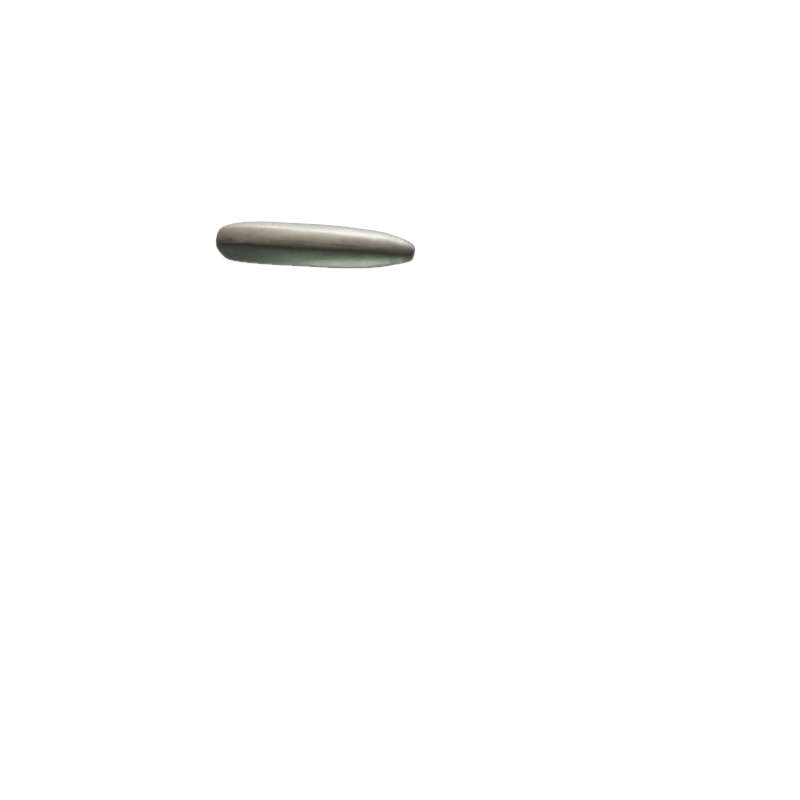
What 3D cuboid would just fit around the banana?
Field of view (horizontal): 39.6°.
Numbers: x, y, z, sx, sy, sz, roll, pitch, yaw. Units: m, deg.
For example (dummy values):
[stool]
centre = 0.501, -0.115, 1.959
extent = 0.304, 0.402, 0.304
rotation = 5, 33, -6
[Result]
[banana]
centre = -0.088, -0.135, 0.952
extent = 0.206, 0.036, 0.068
rotation = 8, 14, 30
